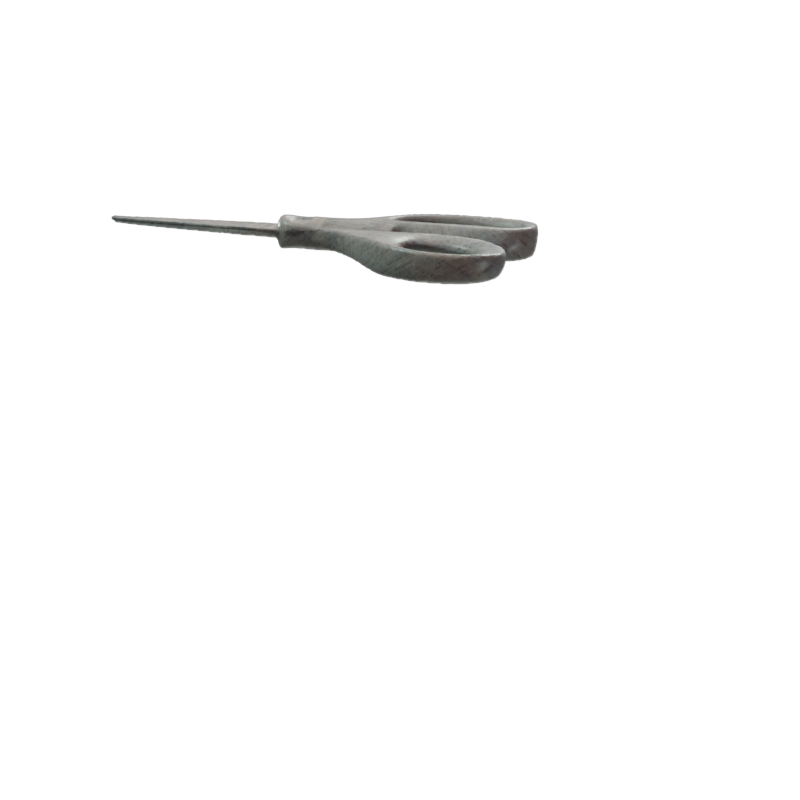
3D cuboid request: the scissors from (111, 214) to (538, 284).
[{"bbox_3d":[-0.039,-0.070,0.494,0.202,0.015,0.099,1,20,2],"label":"scissors"}]
